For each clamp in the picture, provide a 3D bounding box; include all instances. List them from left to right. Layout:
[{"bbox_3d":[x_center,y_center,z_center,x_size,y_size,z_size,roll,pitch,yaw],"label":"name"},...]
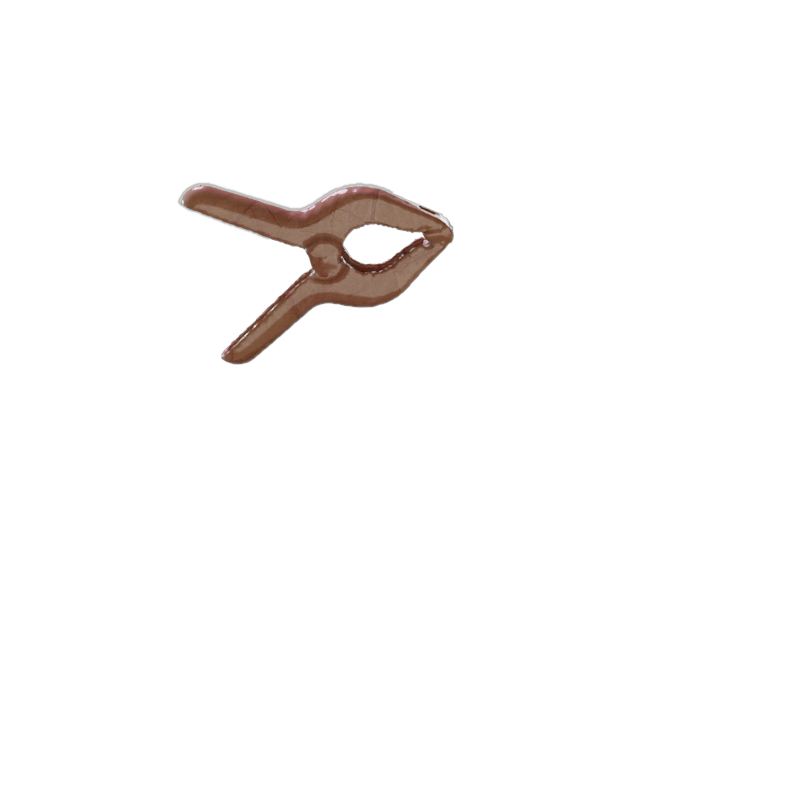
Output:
[{"bbox_3d":[-0.055,-0.101,0.706,0.172,0.114,0.041,-20,19,7],"label":"clamp"}]
